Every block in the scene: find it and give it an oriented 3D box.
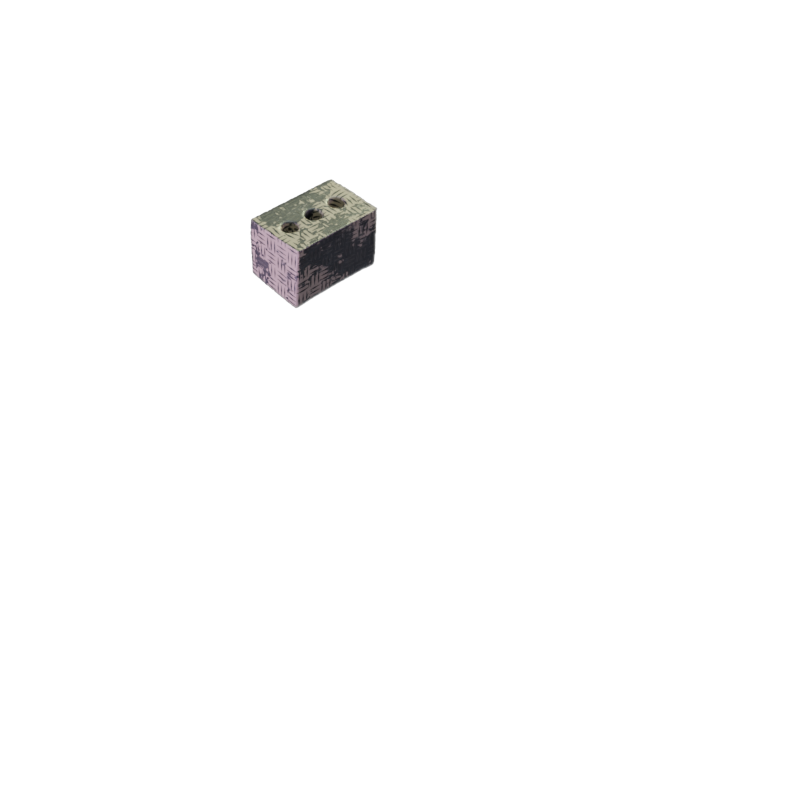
[{"bbox_3d":[-0.063,-0.114,0.799,0.078,0.048,0.056,-33,53,-31],"label":"block"}]
